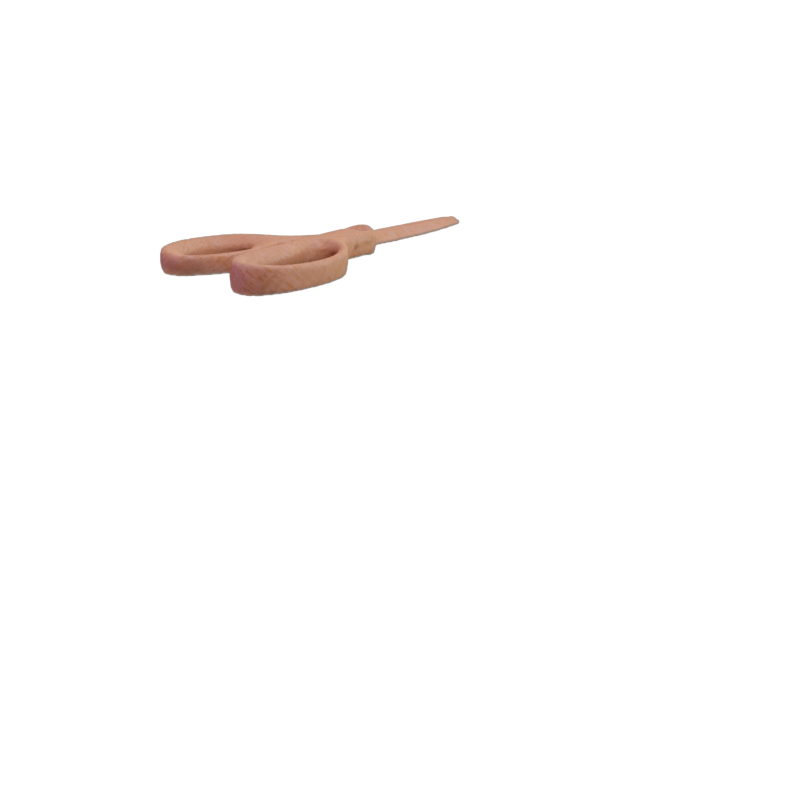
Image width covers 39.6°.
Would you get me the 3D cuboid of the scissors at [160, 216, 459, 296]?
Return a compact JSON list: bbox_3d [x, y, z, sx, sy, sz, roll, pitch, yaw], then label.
[{"bbox_3d":[-0.043,-0.079,0.552,0.099,0.015,0.202,6,18,18],"label":"scissors"}]
